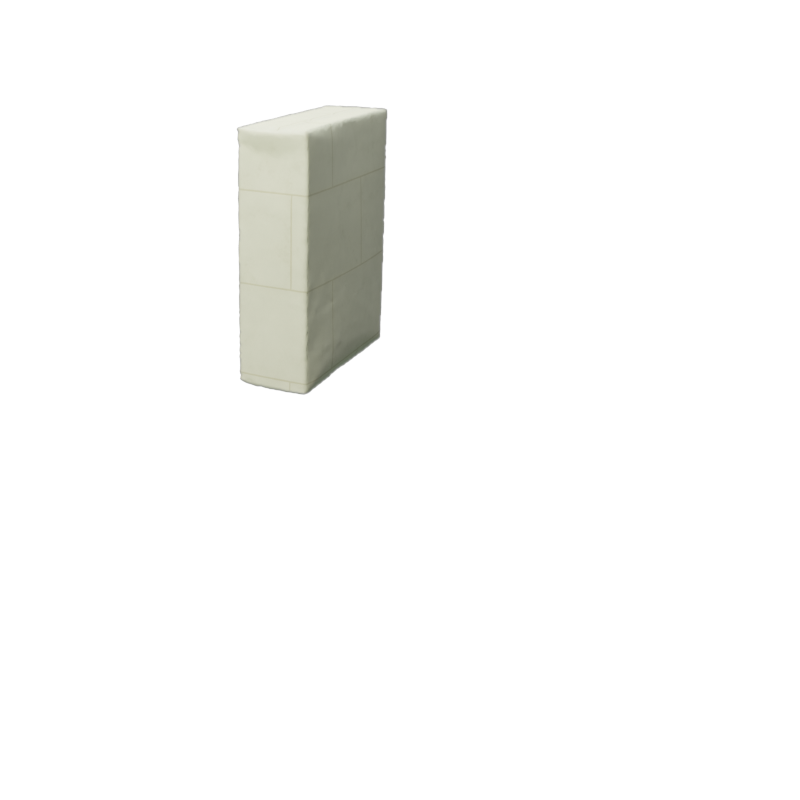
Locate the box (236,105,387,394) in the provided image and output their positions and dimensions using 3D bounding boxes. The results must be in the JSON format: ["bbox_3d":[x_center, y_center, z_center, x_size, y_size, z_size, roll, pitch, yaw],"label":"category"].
[{"bbox_3d":[-0.073,-0.134,0.937,0.074,0.206,0.165,7,18,21],"label":"box"}]
